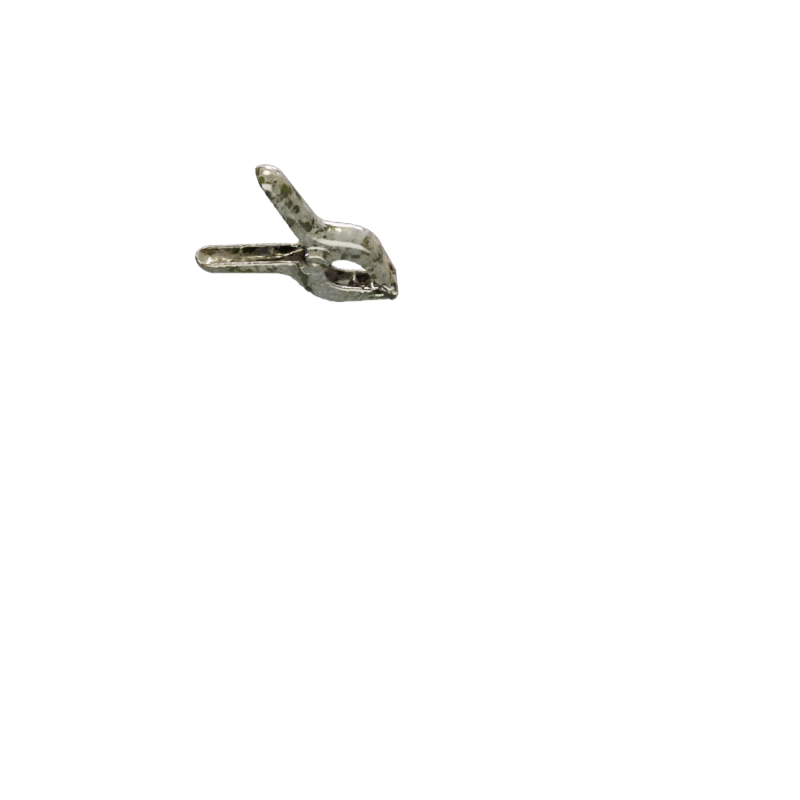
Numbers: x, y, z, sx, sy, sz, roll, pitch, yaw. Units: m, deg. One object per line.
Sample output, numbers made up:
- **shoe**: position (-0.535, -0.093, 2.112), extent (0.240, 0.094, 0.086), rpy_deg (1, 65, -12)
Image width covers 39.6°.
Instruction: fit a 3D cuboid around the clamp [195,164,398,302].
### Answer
- **clamp**: position (-0.071, -0.130, 0.911), extent (0.166, 0.042, 0.116), rpy_deg (13, -38, -18)
